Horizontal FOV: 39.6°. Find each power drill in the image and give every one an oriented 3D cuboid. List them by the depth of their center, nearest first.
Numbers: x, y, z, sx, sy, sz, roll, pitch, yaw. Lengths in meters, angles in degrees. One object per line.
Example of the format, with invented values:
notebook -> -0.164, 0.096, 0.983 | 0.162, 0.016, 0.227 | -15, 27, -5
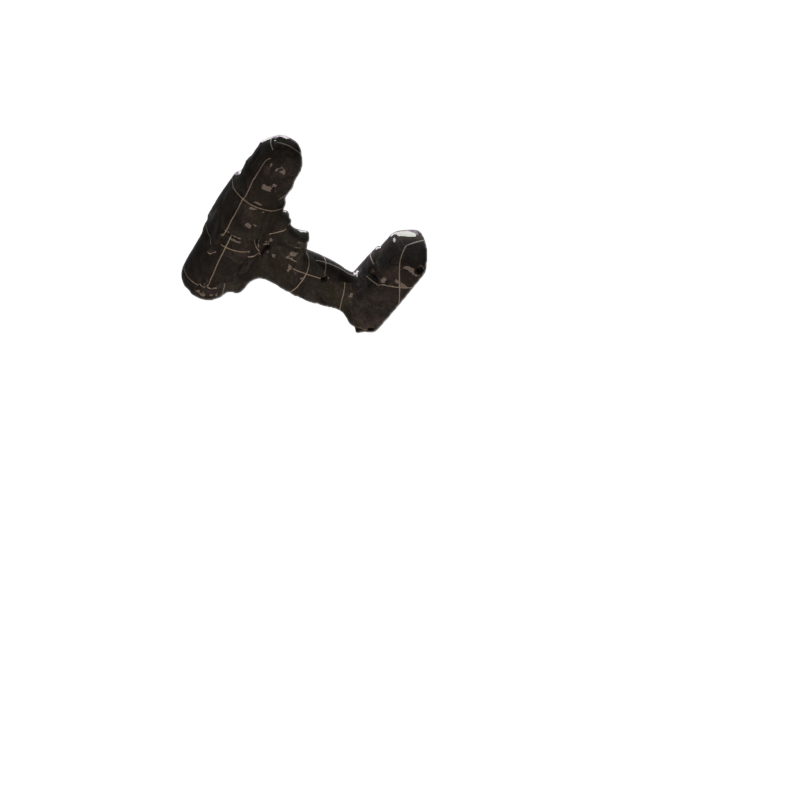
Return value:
power drill -> -0.075, -0.136, 0.953 | 0.180, 0.062, 0.179 | 19, -43, -22
